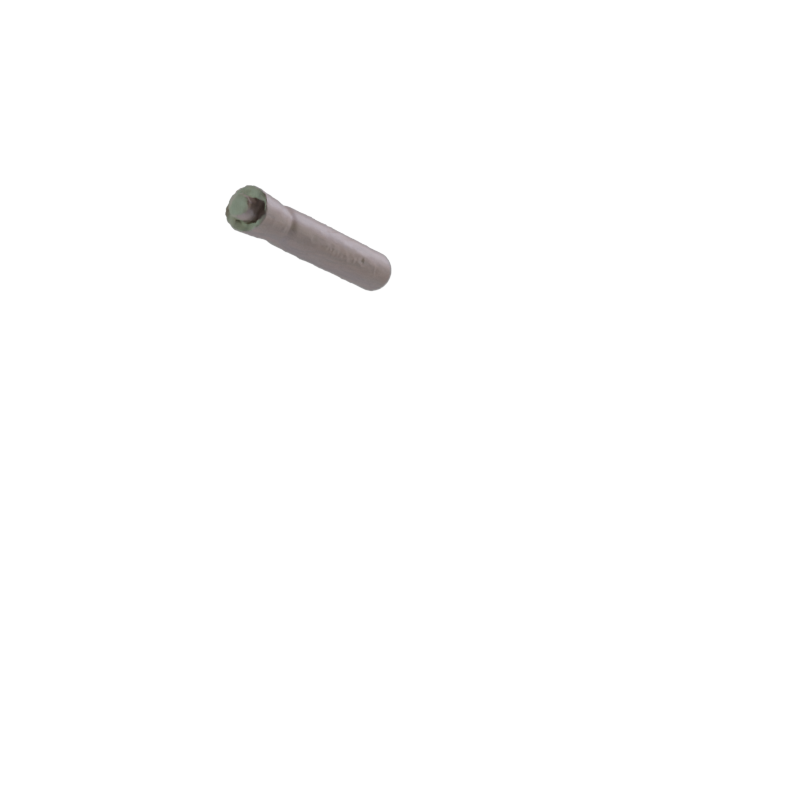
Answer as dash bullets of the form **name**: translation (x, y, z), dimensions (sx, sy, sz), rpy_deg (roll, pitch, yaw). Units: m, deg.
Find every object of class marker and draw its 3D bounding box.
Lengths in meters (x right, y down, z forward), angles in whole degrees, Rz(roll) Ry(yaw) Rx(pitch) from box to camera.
- **marker**: translation (-0.037, -0.067, 0.470), dimensions (0.020, 0.020, 0.115), rpy_deg (2, -6, 26)
